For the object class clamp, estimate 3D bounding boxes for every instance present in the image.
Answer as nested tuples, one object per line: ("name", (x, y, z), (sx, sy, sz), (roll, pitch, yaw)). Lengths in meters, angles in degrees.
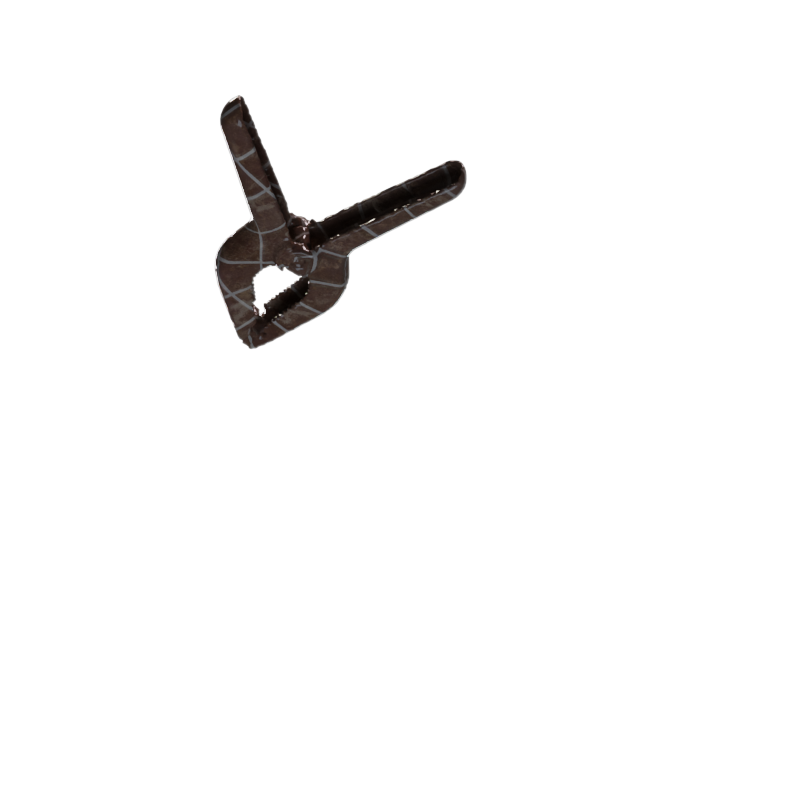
("clamp", (-0.059, -0.108, 0.756), (0.161, 0.039, 0.199), (11, -43, -13))
